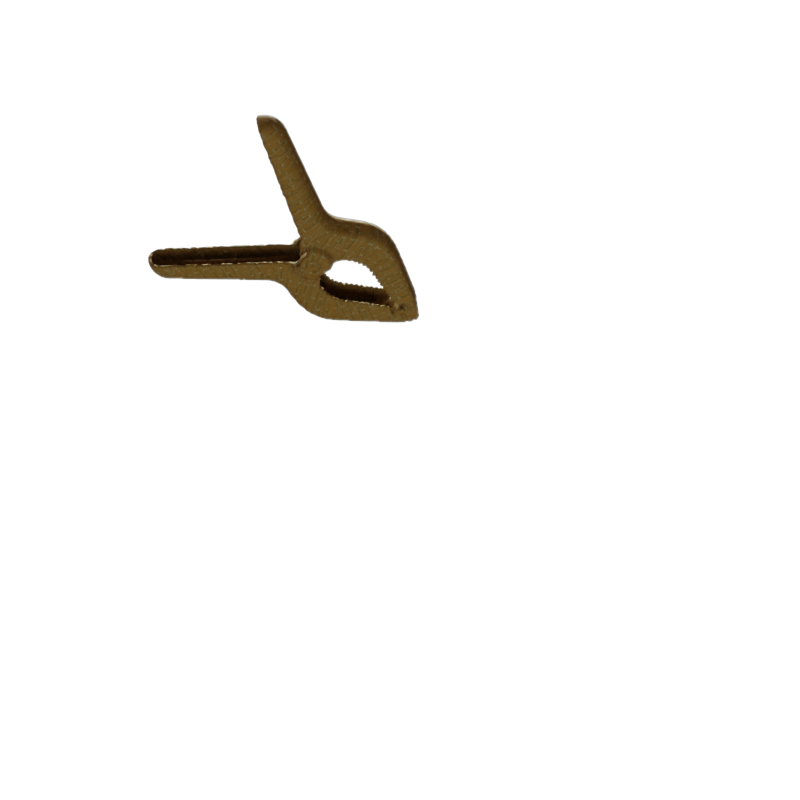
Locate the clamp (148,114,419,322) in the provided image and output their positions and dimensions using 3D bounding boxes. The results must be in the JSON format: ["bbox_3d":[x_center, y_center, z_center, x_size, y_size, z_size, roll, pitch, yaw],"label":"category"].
[{"bbox_3d":[-0.066,-0.121,0.848,0.202,0.039,0.159,23,-52,-19],"label":"clamp"}]
